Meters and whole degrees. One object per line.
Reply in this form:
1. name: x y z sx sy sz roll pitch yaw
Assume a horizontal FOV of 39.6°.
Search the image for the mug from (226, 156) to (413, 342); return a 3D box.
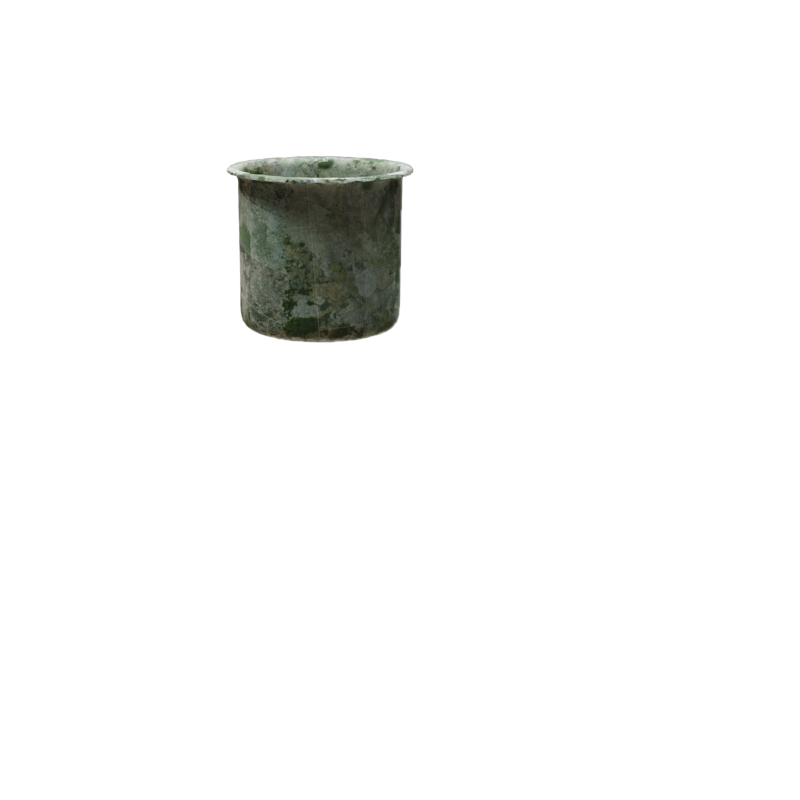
1. mug: -0.045 -0.082 0.571 0.091 0.079 0.123 -5 17 -19
